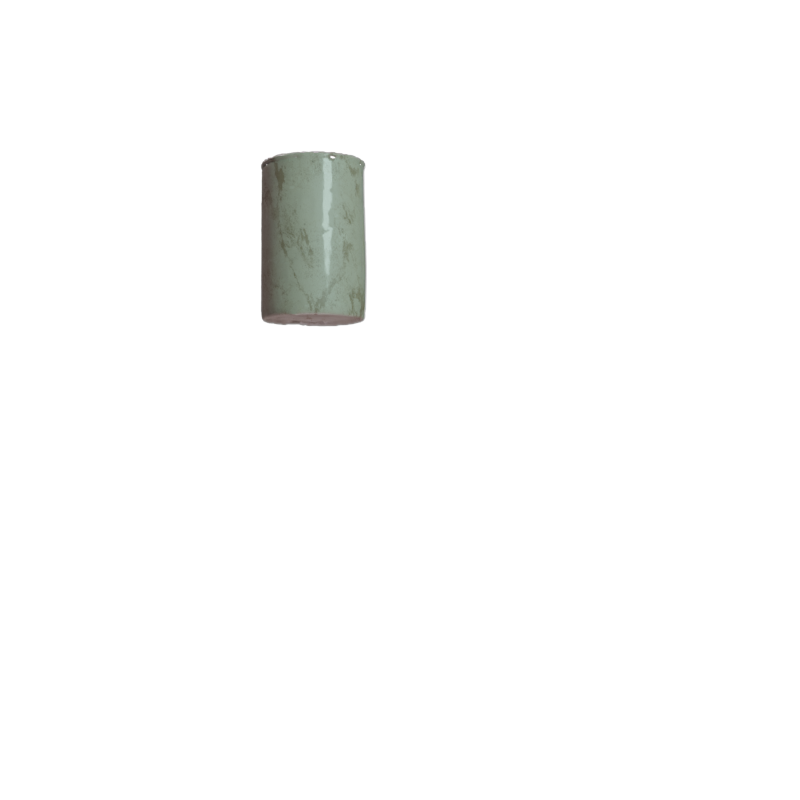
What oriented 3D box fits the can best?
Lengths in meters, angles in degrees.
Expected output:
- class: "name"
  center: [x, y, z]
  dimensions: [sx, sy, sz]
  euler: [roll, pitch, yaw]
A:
- class: "can"
  center: [-0.056, -0.101, 0.710]
  dimensions: [0.068, 0.105, 0.067]
  euler: [0, -8, -2]
